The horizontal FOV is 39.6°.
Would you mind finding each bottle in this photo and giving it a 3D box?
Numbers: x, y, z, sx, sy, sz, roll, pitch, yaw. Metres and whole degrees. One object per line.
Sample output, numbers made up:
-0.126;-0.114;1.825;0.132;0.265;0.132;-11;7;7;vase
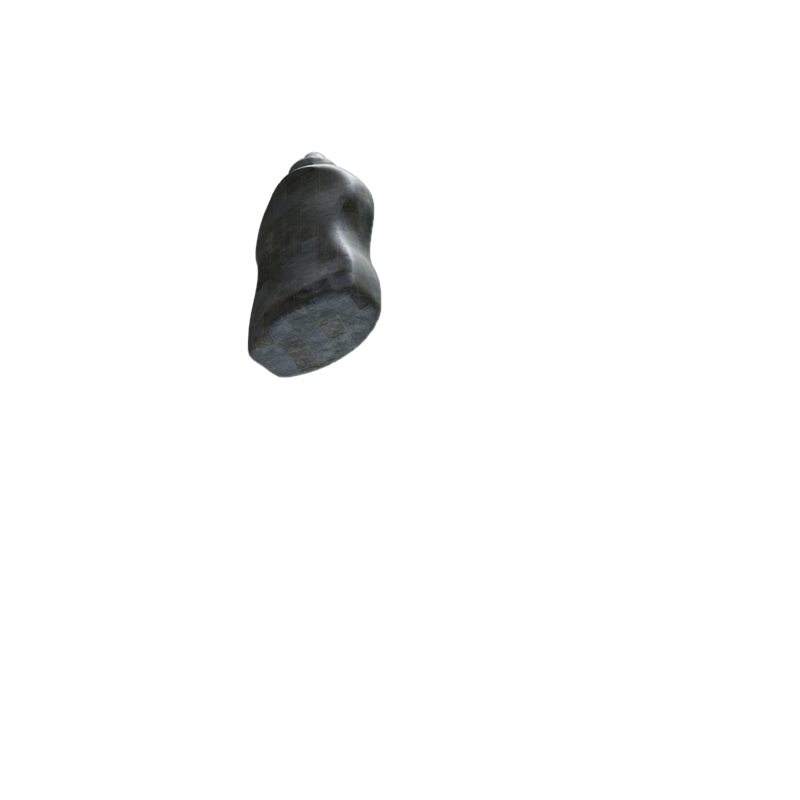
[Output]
-0.061;-0.112;0.788;0.095;0.206;0.055;-33;-51;27;bottle
